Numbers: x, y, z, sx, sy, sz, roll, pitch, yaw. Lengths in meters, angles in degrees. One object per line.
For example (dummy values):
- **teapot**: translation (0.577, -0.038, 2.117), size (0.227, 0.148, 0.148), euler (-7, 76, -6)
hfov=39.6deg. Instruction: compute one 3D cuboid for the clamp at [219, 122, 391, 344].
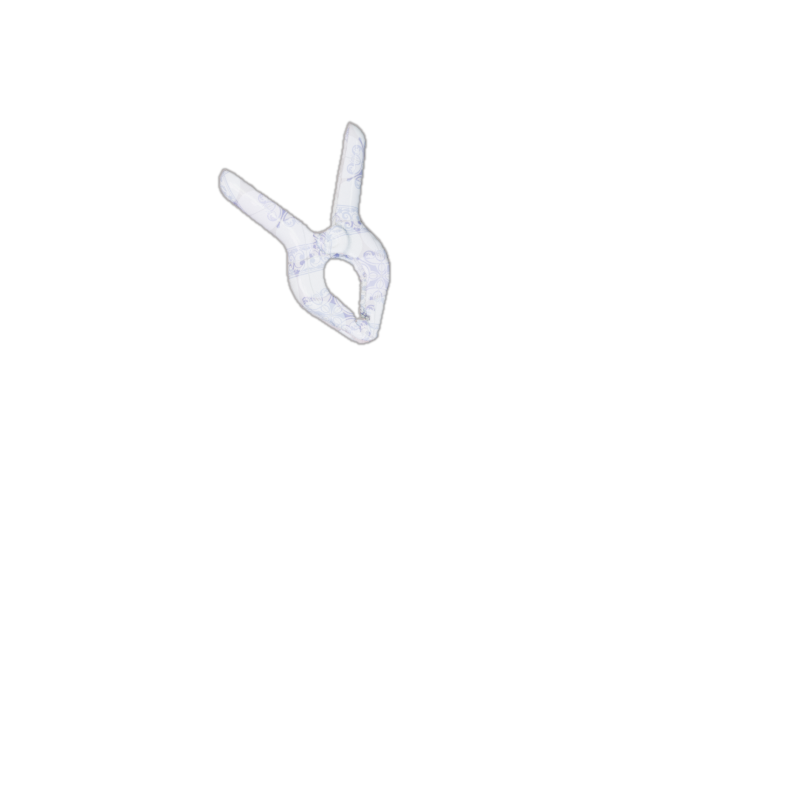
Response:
- **clamp**: translation (-0.067, -0.122, 0.854), size (0.120, 0.177, 0.038), euler (-14, -11, -3)
